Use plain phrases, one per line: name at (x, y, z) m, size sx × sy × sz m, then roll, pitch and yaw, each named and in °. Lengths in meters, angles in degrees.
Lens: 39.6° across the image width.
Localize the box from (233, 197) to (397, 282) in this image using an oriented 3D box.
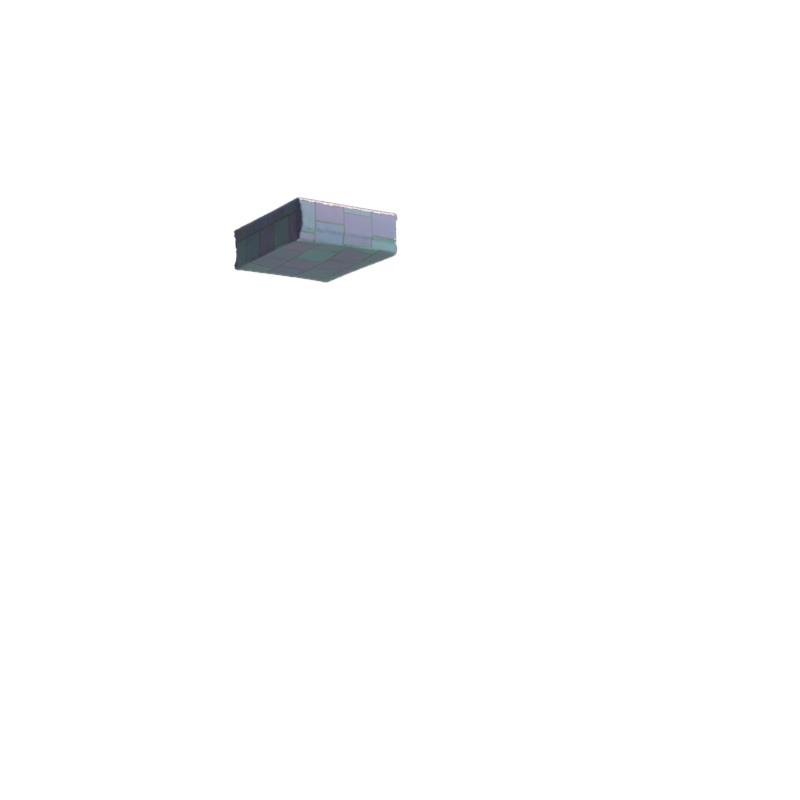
box at (-0.069, -0.126, 0.881) m, size 0.086 × 0.040 × 0.115 m, roll 6°, pitch -12°, yaw -32°
